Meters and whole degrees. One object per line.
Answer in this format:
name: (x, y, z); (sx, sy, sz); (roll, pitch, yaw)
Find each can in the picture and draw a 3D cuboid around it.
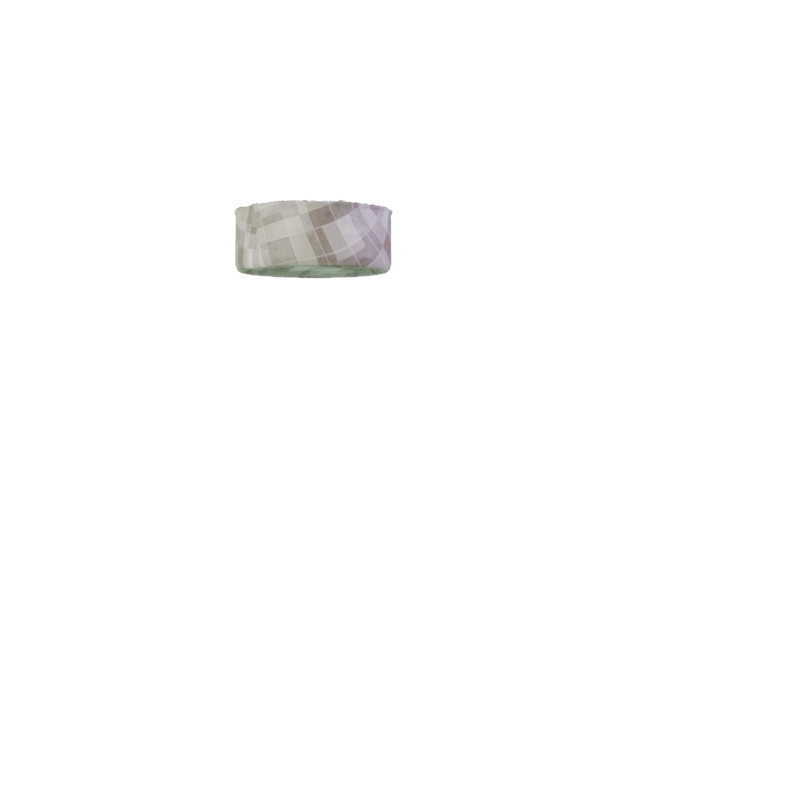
can: (-0.047, -0.086, 0.601); (0.086, 0.034, 0.085); (0, 1, -2)
